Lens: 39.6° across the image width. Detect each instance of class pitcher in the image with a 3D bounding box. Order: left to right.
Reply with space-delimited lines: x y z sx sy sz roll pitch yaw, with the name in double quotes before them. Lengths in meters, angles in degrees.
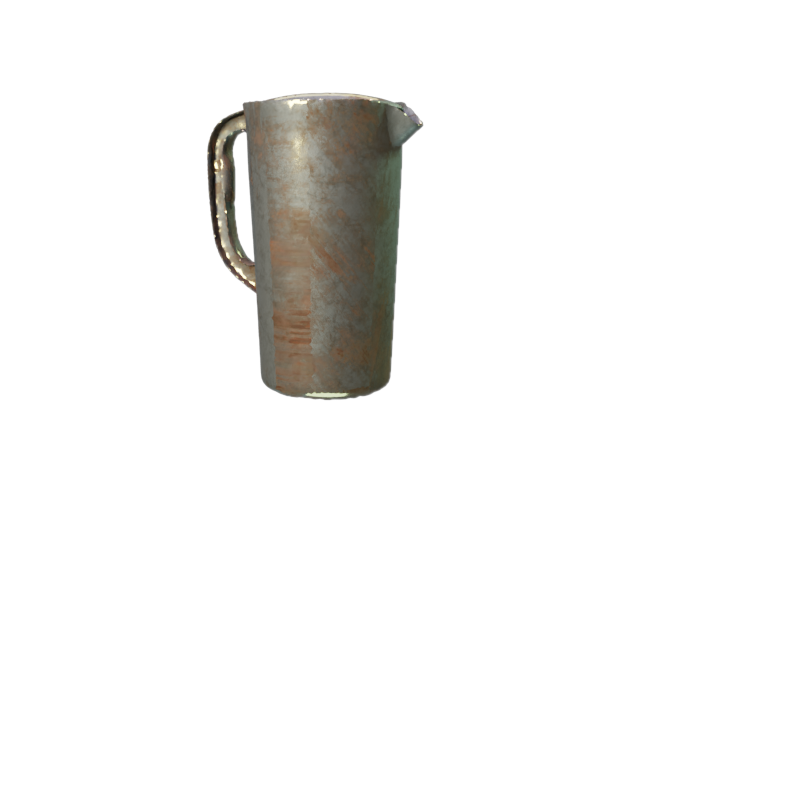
"pitcher" -0.072 -0.131 0.914 0.141 0.239 0.156 -3 8 -24
